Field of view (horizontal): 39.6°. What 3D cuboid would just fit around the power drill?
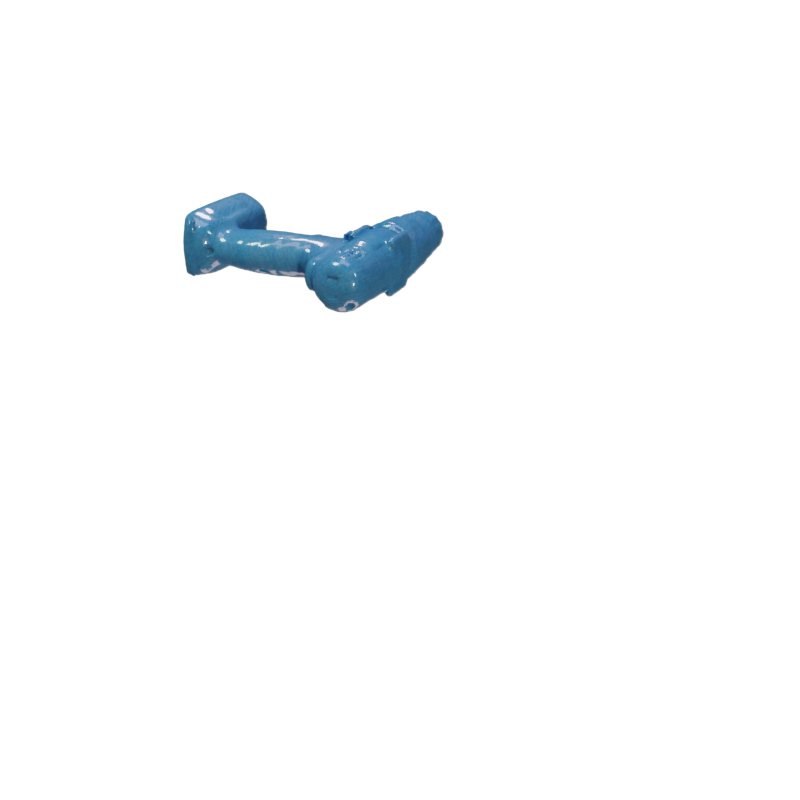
[{"bbox_3d":[-0.073,-0.134,0.938,0.195,0.055,0.185,11,25,25],"label":"power drill"}]
